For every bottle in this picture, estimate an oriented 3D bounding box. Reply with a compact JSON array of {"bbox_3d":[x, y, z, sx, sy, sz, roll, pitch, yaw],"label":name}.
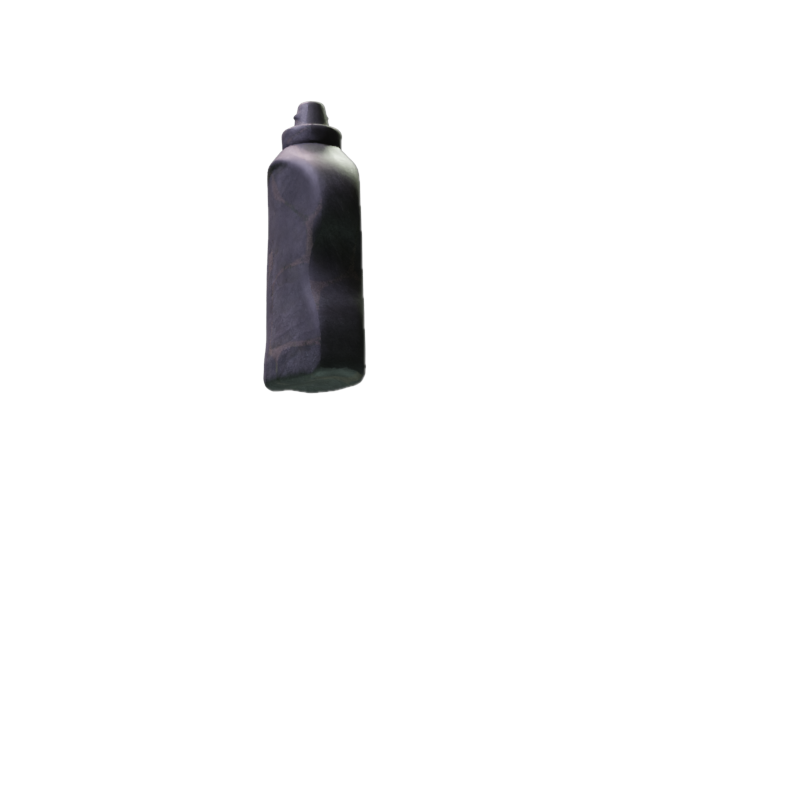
[{"bbox_3d":[-0.058,-0.104,0.731,0.057,0.198,0.096,4,-13,-22],"label":"bottle"}]
